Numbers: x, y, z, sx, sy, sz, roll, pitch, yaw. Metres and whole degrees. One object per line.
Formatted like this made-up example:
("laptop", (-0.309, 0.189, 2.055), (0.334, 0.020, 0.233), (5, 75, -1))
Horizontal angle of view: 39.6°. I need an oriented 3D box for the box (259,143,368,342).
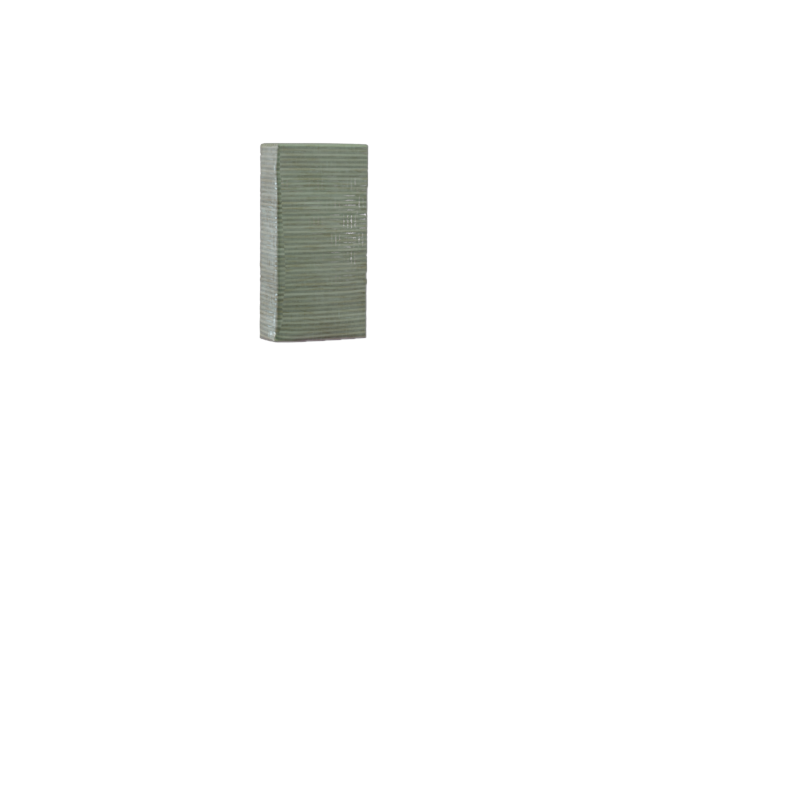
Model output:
("box", (-0.078, -0.142, 0.993), (0.090, 0.175, 0.050), (-2, 4, -29))
